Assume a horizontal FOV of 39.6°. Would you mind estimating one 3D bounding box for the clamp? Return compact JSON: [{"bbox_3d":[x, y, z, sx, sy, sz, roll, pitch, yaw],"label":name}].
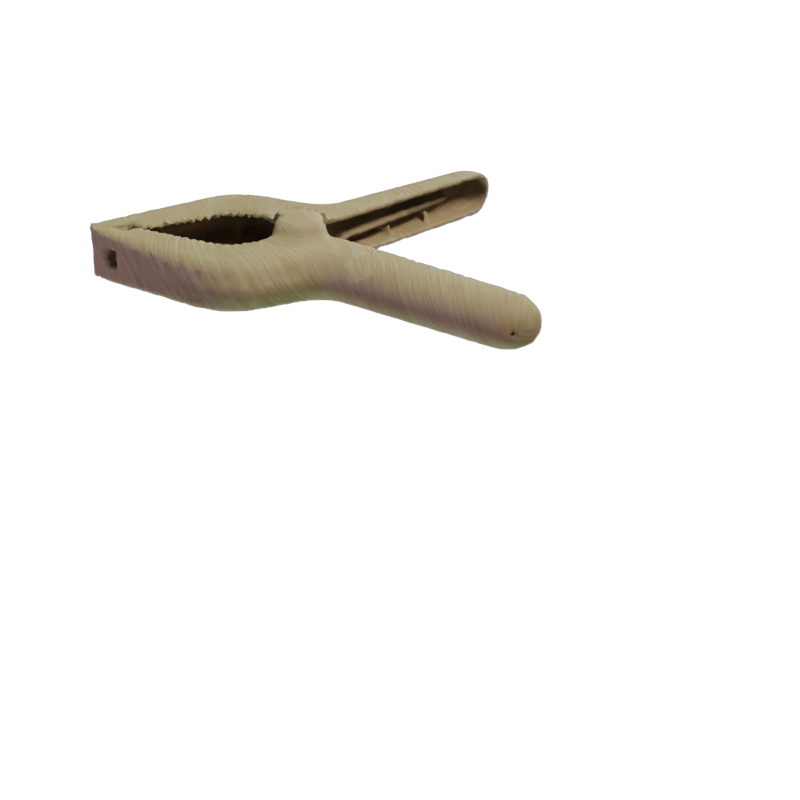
[{"bbox_3d":[-0.043,-0.078,0.543,0.212,0.034,0.173,3,30,5],"label":"clamp"}]
